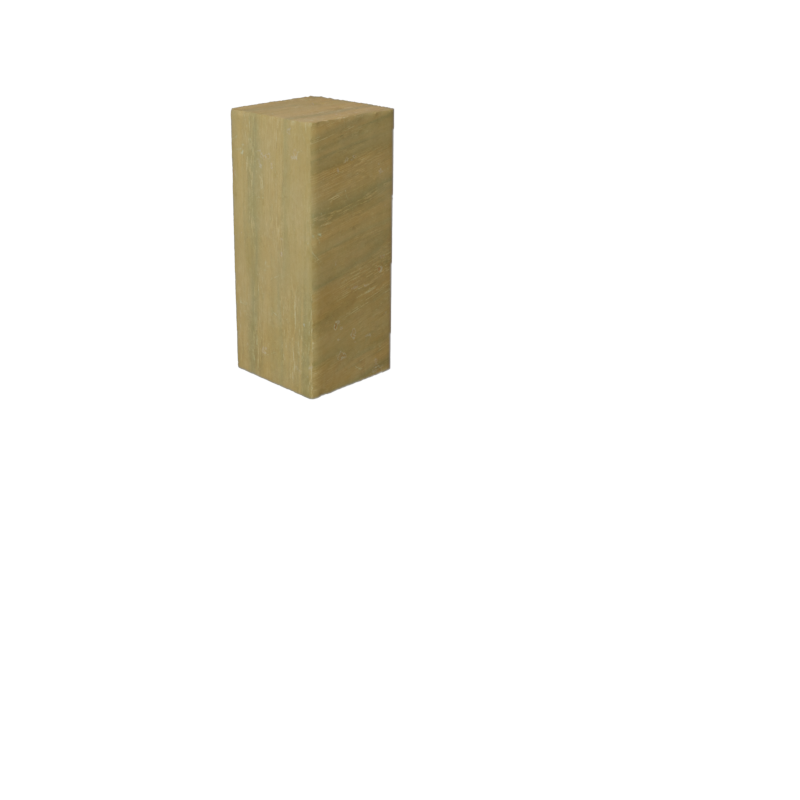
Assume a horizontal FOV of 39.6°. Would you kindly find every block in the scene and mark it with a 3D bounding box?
[{"bbox_3d":[-0.067,-0.120,0.844,0.096,0.198,0.089,18,25,41],"label":"block"}]
